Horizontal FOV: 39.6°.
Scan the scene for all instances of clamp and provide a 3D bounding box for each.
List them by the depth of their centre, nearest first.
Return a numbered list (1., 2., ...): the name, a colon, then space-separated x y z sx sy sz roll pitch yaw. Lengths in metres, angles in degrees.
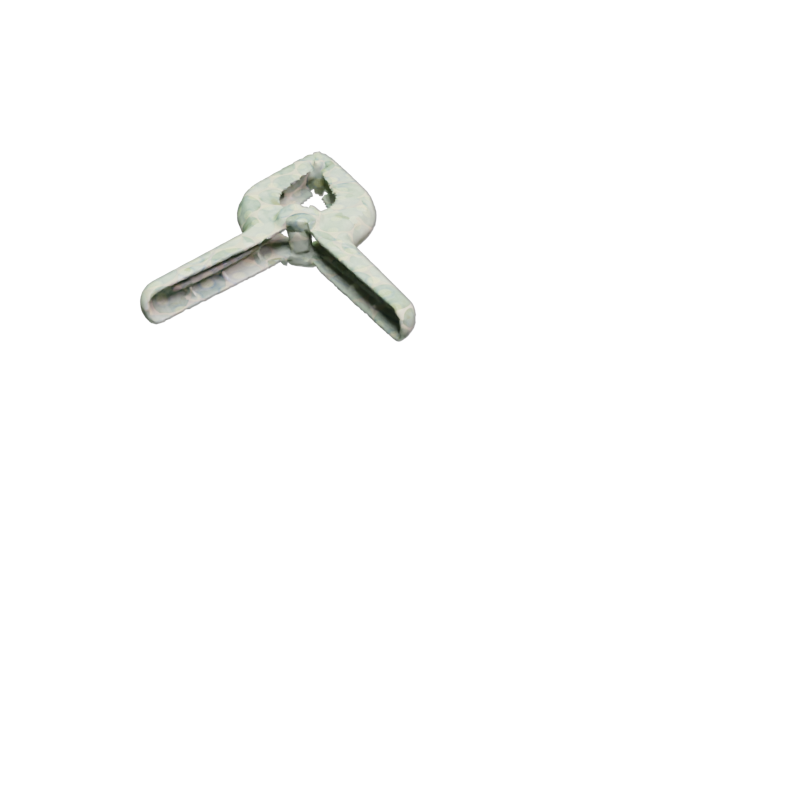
1. clamp: -0.057 -0.104 0.727 0.168 0.034 0.220 8 37 10
